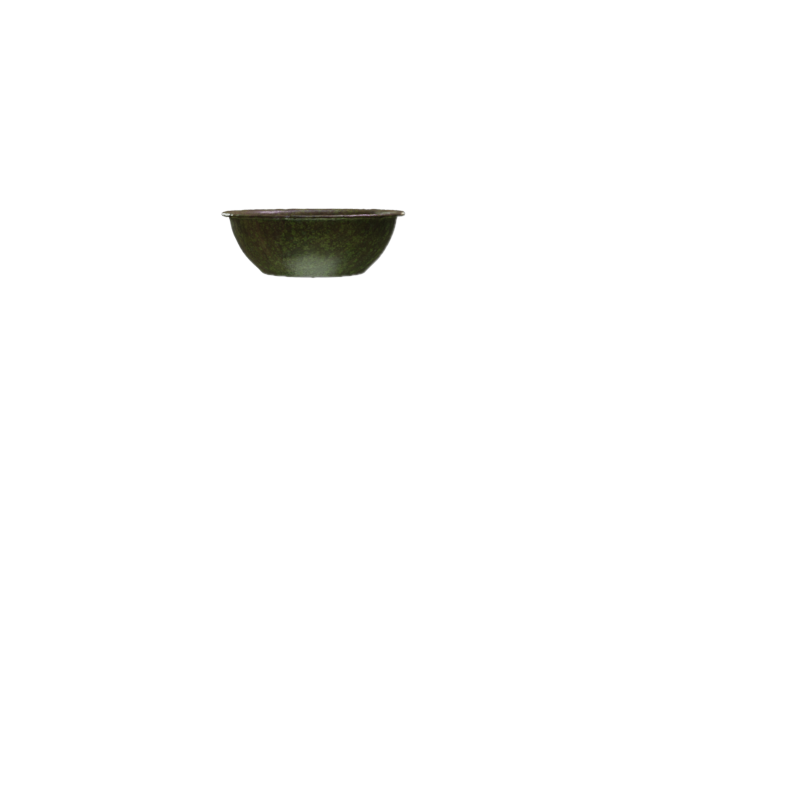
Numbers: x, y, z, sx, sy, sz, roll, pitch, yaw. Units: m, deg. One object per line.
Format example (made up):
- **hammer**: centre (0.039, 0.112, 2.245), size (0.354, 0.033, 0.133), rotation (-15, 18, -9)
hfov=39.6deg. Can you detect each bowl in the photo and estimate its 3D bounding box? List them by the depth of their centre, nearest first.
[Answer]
- **bowl**: centre (-0.076, -0.139, 0.975), size (0.162, 0.054, 0.166), rotation (0, 11, -2)
